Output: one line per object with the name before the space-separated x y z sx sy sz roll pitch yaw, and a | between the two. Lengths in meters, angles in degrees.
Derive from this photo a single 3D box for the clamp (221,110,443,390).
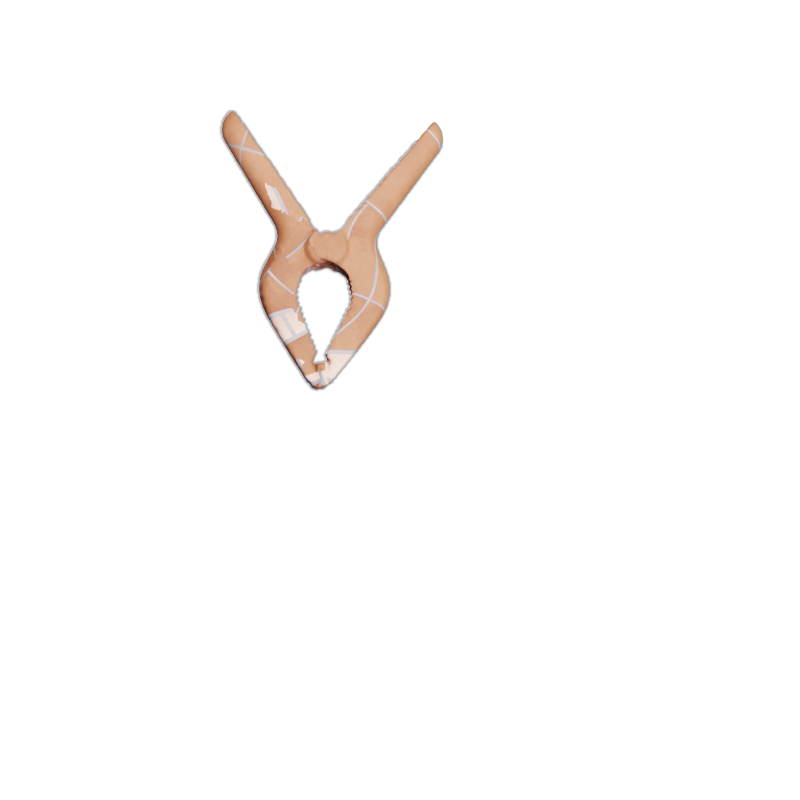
clamp | -0.063 -0.116 0.811 0.165 0.215 0.035 9 -11 2
